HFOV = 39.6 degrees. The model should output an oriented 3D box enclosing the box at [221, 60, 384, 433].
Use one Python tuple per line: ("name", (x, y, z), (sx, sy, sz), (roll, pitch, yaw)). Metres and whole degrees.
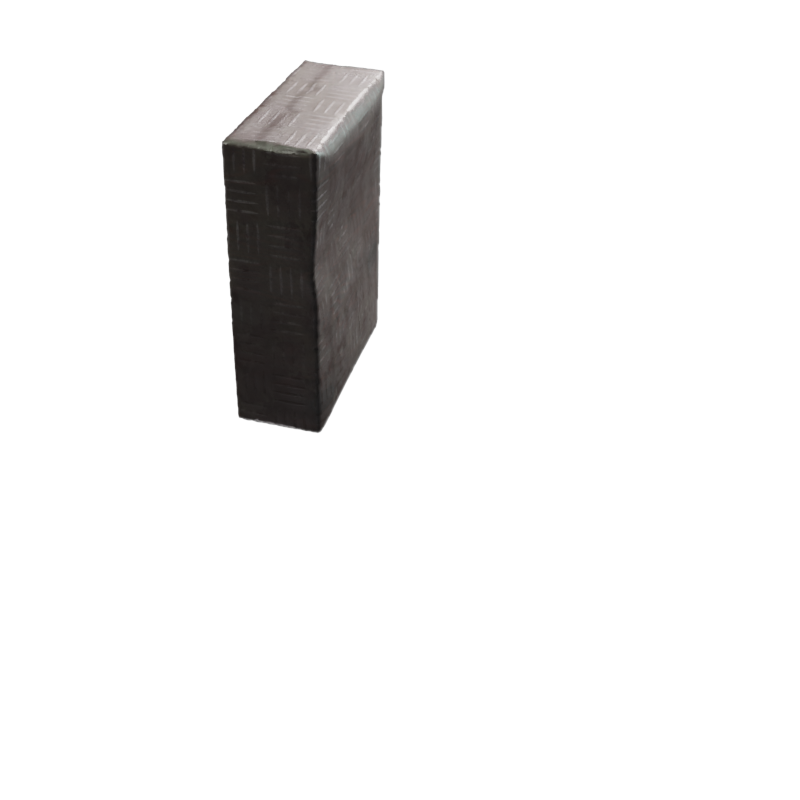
("box", (-0.062, -0.113, 0.789), (0.073, 0.201, 0.171), (9, 33, 11))
